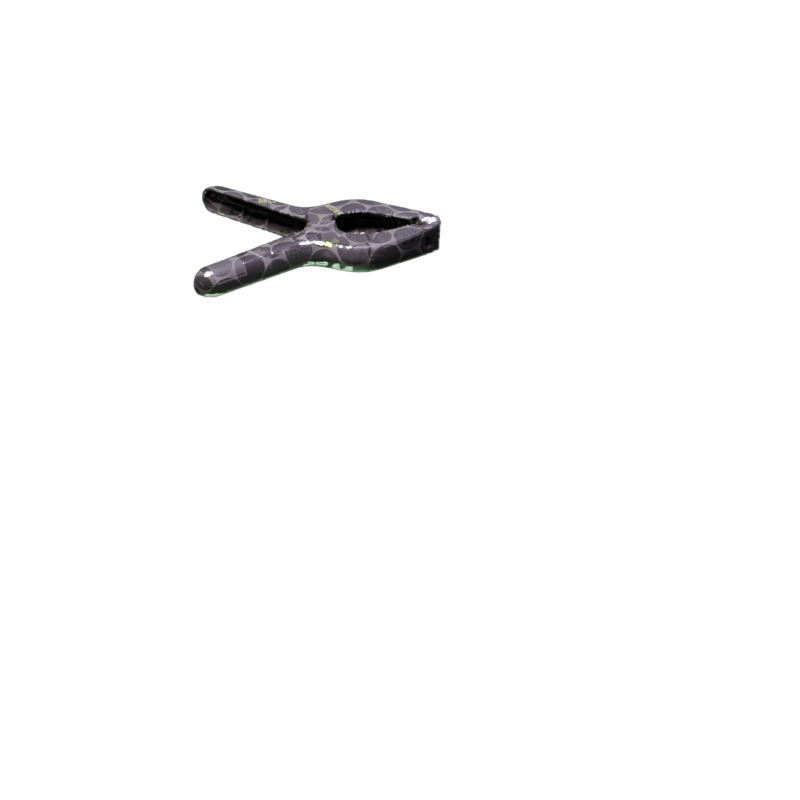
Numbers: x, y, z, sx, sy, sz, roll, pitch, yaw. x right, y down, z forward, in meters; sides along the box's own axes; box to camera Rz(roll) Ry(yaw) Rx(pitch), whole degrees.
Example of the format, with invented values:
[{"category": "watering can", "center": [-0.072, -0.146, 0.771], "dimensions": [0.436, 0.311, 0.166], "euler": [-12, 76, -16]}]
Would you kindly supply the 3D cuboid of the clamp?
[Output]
[{"category": "clamp", "center": [-0.072, -0.131, 0.917], "dimensions": [0.211, 0.034, 0.175], "euler": [2, 35, 2]}]
